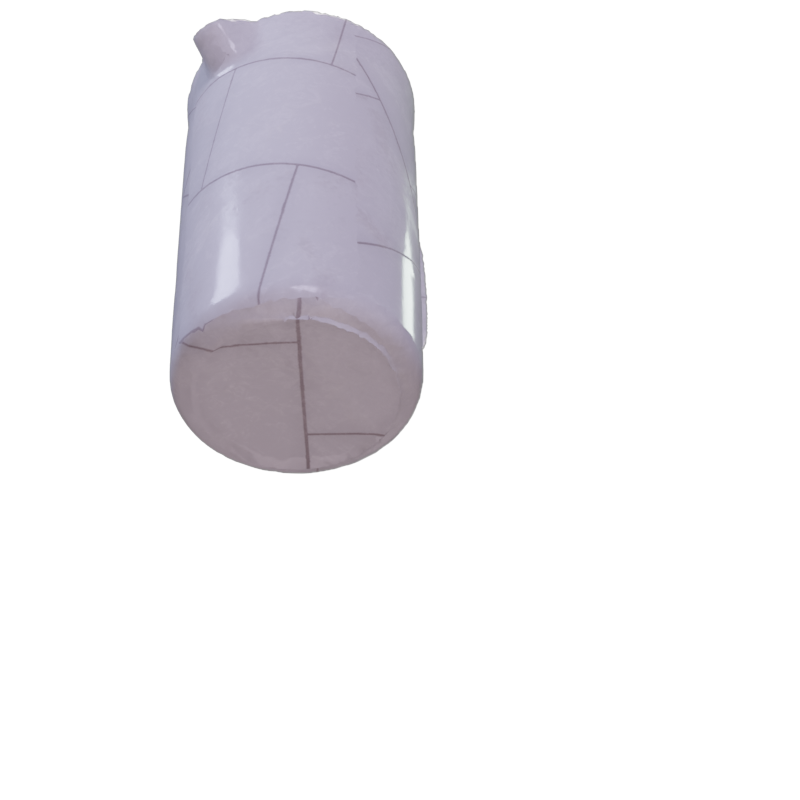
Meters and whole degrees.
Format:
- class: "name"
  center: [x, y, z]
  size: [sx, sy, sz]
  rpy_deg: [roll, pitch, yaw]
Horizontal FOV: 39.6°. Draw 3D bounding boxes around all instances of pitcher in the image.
- class: "pitcher"
  center: [-0.044, -0.080, 0.563]
  size: [0.148, 0.136, 0.261]
  rpy_deg: [5, 41, -8]
